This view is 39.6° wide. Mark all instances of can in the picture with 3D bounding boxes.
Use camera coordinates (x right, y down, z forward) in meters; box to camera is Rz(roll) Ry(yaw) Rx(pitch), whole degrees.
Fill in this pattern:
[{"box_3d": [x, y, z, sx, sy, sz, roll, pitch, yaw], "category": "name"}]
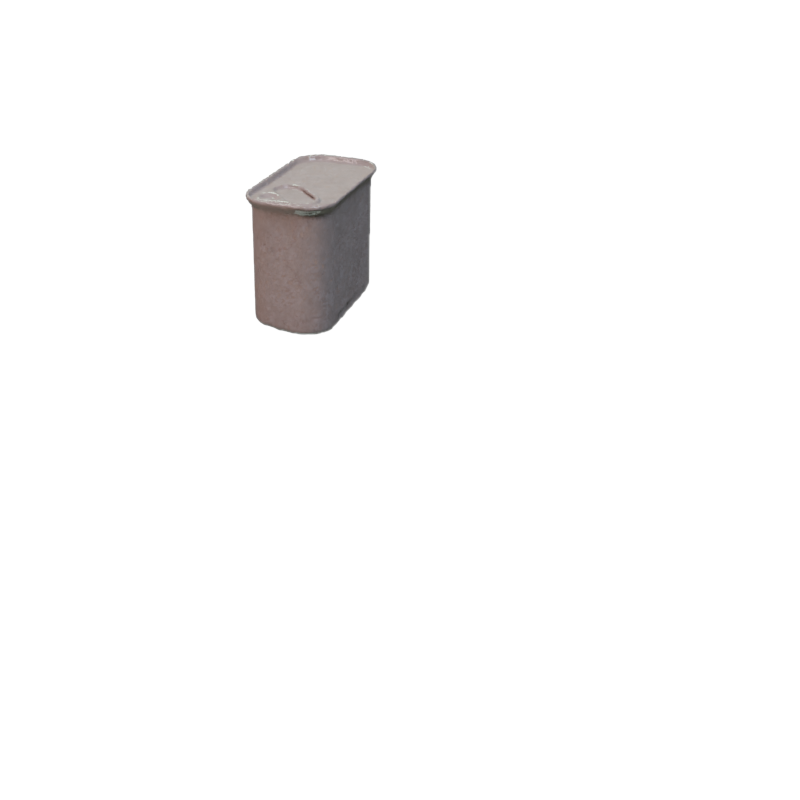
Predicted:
[{"box_3d": [-0.054, -0.099, 0.694, 0.059, 0.080, 0.104, 9, 27, 17], "category": "can"}]
